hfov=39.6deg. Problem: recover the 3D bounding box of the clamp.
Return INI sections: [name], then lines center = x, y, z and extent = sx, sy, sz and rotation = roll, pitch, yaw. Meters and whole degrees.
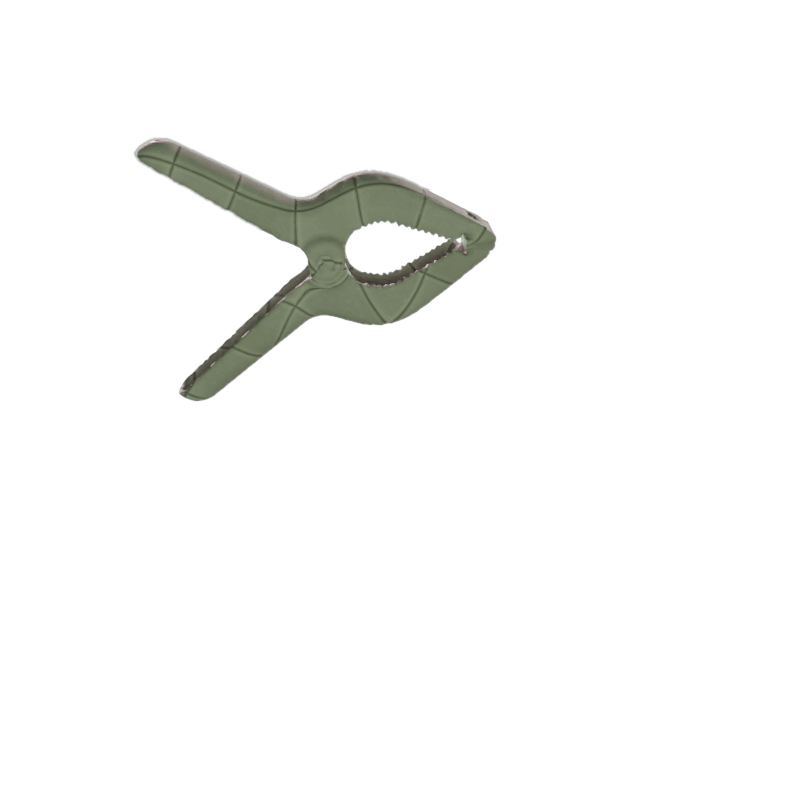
[clamp]
center = -0.052, -0.094, 0.660
extent = 0.210, 0.157, 0.038
rotation = -13, 19, 4
